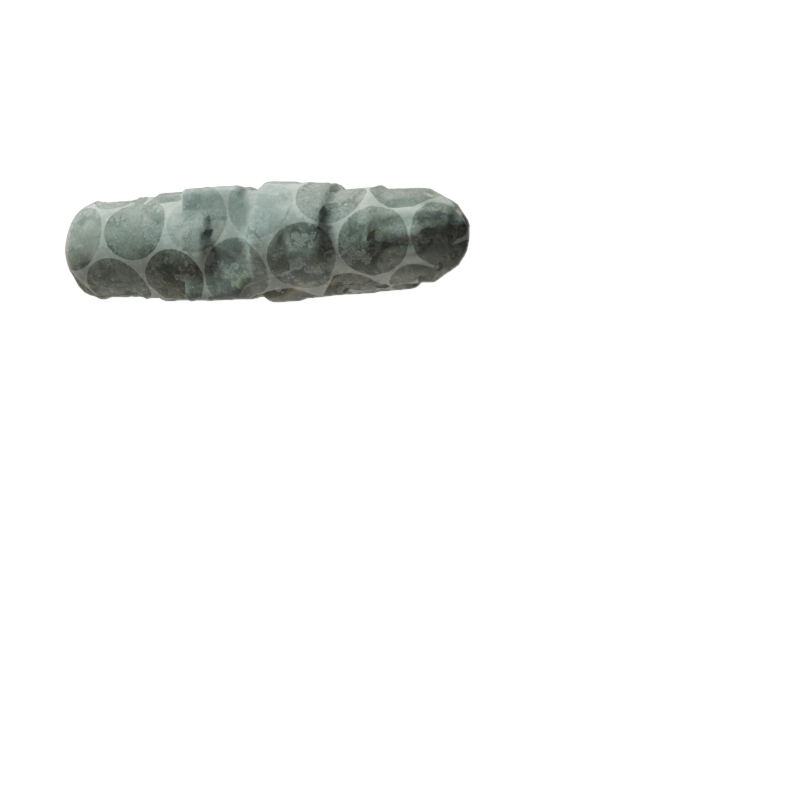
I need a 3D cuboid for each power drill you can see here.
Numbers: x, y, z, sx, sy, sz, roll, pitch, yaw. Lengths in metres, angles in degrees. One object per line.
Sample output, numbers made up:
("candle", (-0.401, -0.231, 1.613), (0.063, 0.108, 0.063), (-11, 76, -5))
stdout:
("power drill", (-0.043, -0.078, 0.548), (0.189, 0.057, 0.184), (2, 6, 18))
